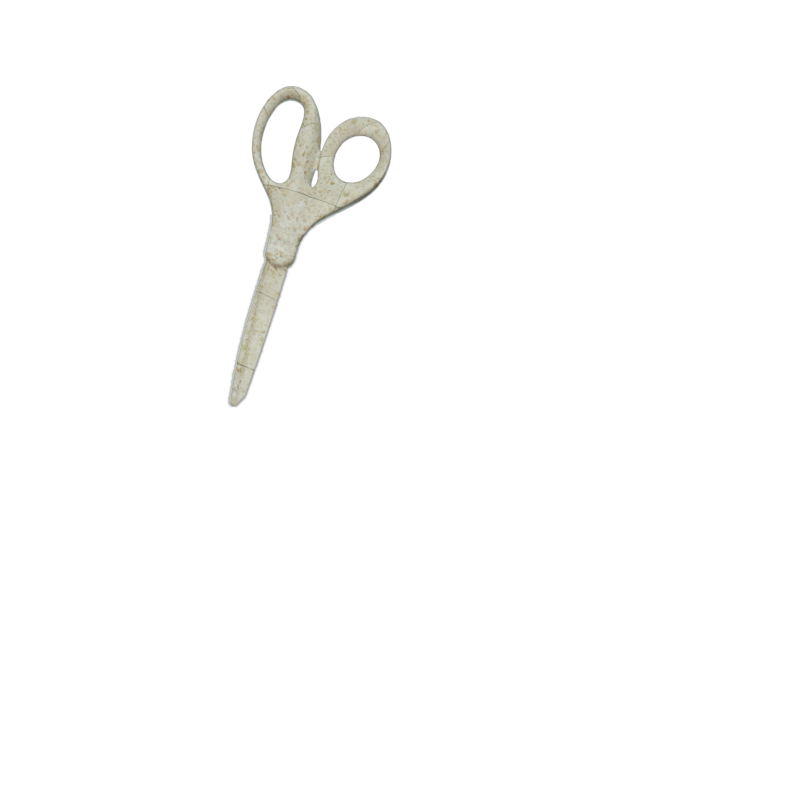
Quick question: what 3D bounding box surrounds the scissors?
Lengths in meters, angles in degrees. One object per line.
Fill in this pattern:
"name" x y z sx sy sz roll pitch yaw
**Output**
"scissors" -0.053 -0.096 0.674 0.096 0.210 0.015 -1 -16 0
